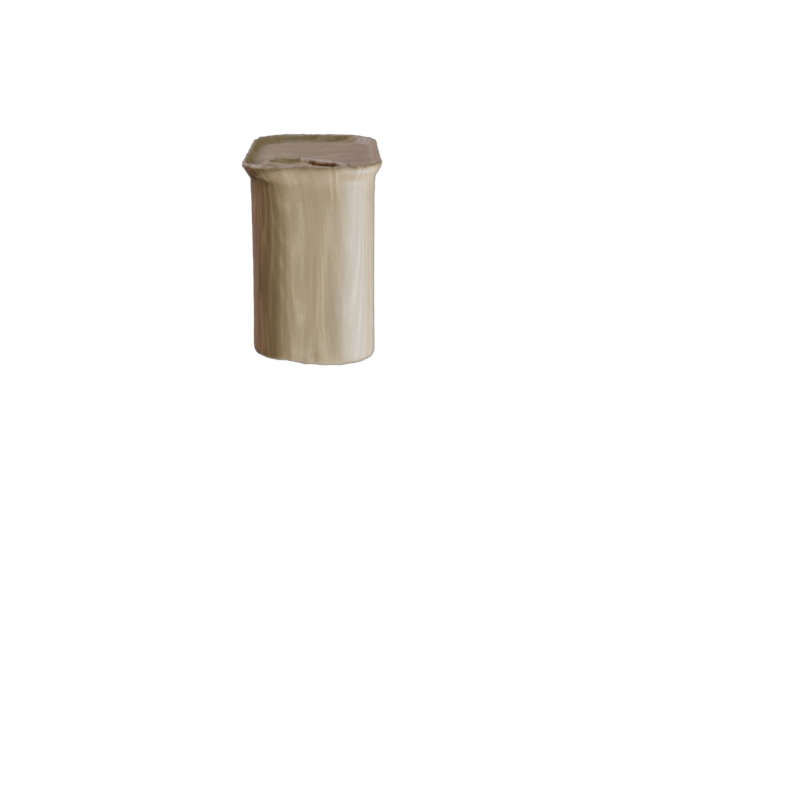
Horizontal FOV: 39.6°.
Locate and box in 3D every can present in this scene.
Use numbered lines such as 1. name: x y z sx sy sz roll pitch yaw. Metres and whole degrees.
1. can: -0.038 -0.070 0.492 0.057 0.081 0.106 0 17 -3
